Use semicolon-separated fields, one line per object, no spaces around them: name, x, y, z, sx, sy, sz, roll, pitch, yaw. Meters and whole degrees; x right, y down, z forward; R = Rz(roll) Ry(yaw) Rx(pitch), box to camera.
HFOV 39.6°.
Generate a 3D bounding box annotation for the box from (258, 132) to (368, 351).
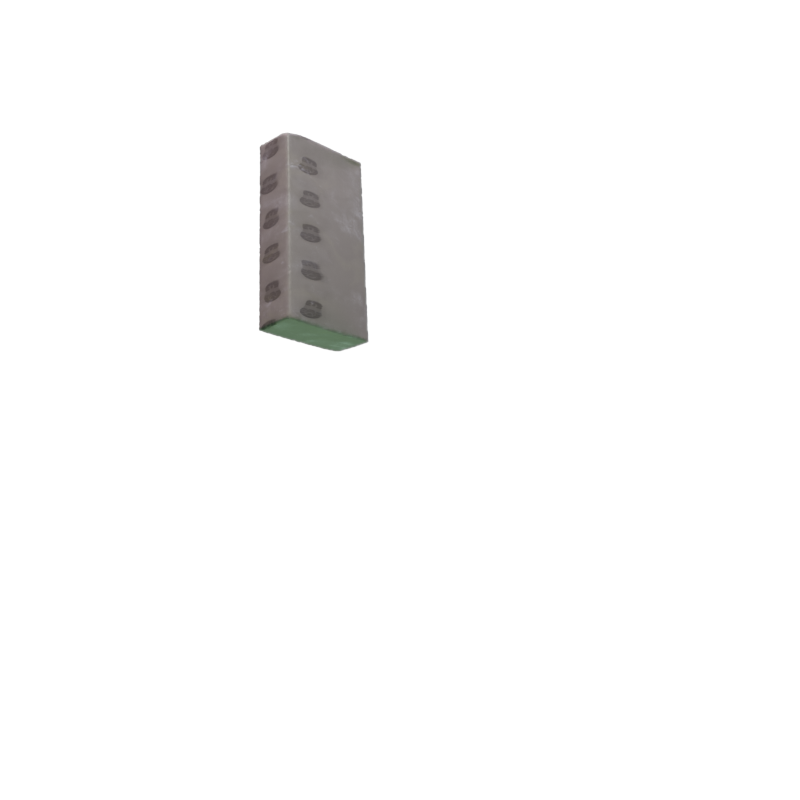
box;-0.075;-0.137;0.957;0.088;0.185;0.048;18;-29;-41
